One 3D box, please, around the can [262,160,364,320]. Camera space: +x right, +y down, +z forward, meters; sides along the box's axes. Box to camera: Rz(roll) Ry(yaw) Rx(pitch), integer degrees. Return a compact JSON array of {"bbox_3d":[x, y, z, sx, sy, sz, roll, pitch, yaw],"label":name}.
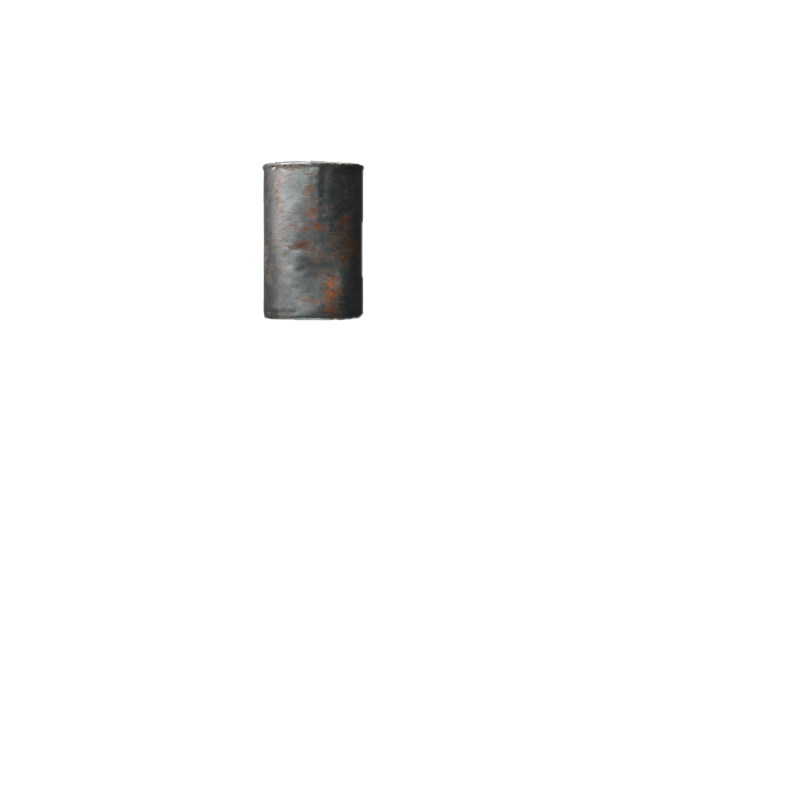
[{"bbox_3d":[-0.058,-0.106,0.739,0.068,0.102,0.069,0,1,-2],"label":"can"}]
